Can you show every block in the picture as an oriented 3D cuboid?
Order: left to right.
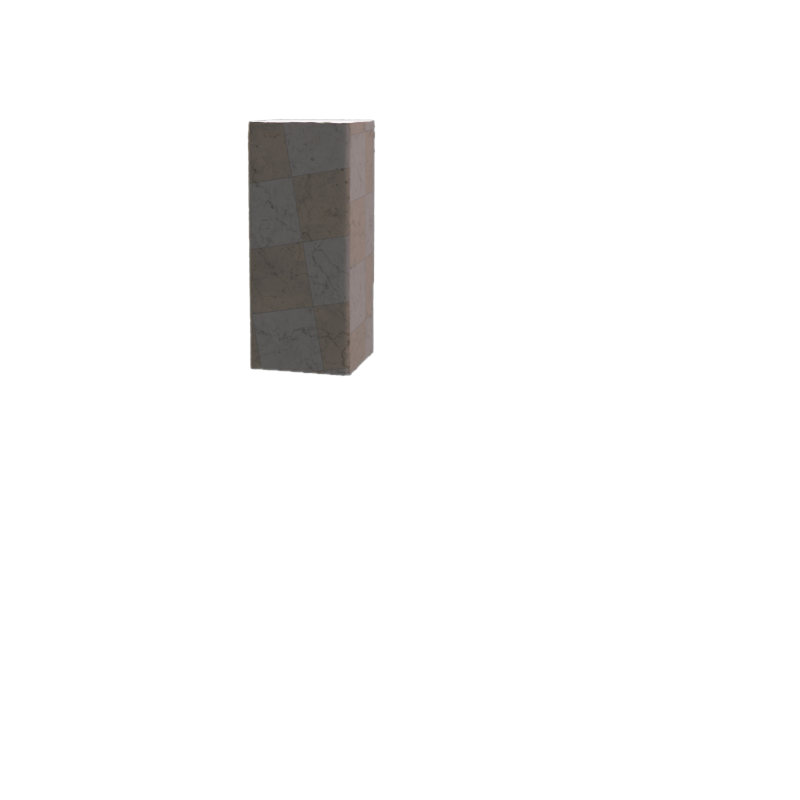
[{"bbox_3d":[-0.074,-0.135,0.942,0.092,0.202,0.091,3,10,13],"label":"block"}]
